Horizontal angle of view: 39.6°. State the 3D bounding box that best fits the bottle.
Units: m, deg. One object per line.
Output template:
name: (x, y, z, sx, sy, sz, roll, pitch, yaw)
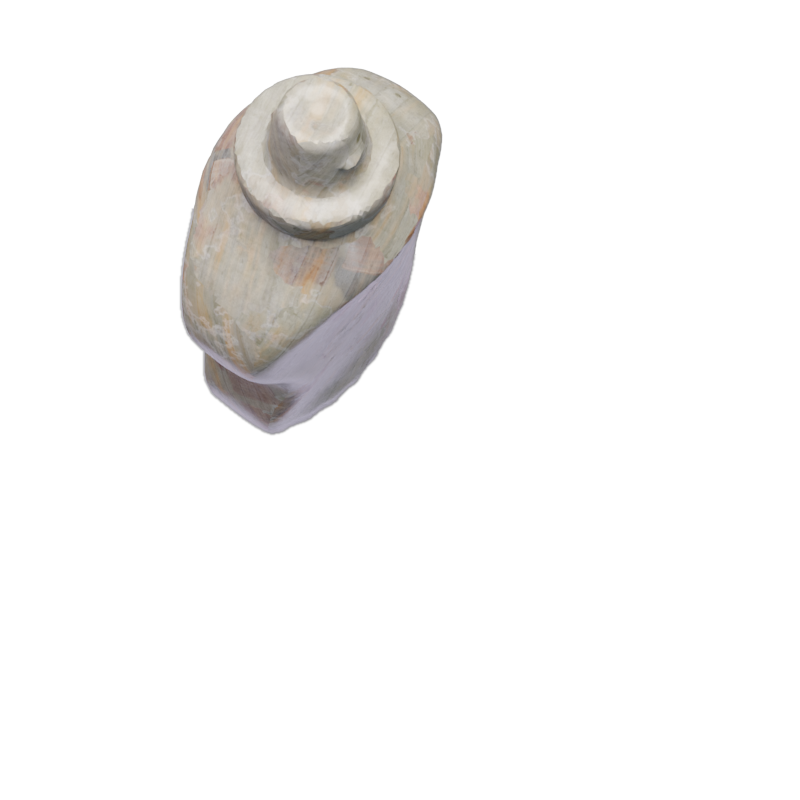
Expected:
bottle: (-0.026, -0.048, 0.340, 0.059, 0.097, 0.185, 36, -12, 4)
